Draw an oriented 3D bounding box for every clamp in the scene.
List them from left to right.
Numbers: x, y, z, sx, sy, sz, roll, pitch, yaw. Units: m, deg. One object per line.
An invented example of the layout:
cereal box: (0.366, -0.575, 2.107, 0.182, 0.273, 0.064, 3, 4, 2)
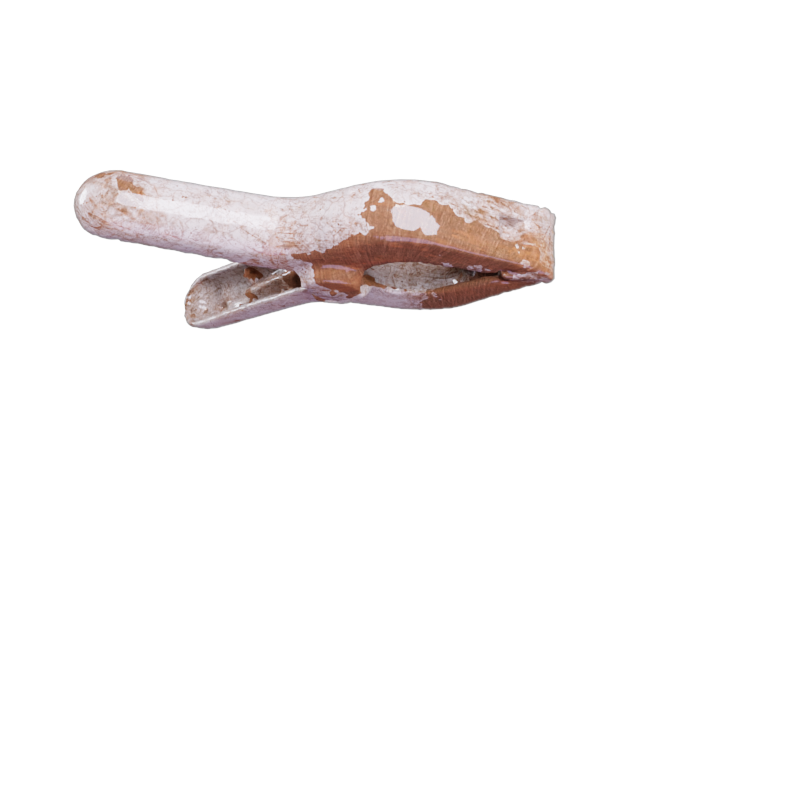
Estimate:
clamp: (-0.033, -0.059, 0.416, 0.175, 0.041, 0.113, -5, -13, 22)
